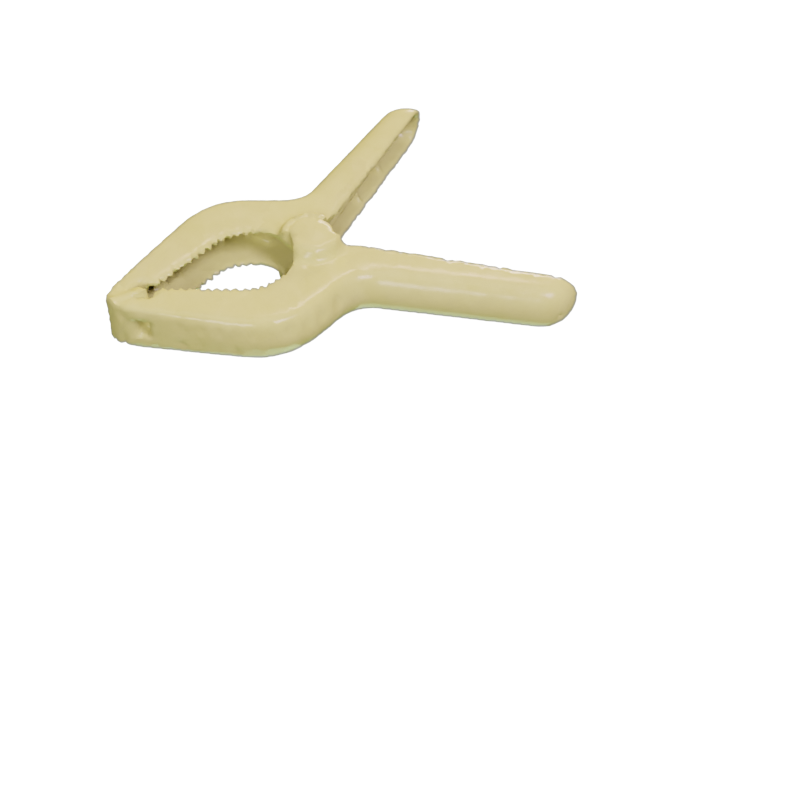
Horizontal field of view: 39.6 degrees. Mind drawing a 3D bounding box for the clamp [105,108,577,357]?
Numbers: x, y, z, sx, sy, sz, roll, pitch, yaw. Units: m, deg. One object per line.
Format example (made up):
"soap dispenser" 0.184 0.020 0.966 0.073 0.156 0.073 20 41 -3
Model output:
"clamp" -0.043 -0.078 0.546 0.208 0.034 0.178 -14 48 -13
